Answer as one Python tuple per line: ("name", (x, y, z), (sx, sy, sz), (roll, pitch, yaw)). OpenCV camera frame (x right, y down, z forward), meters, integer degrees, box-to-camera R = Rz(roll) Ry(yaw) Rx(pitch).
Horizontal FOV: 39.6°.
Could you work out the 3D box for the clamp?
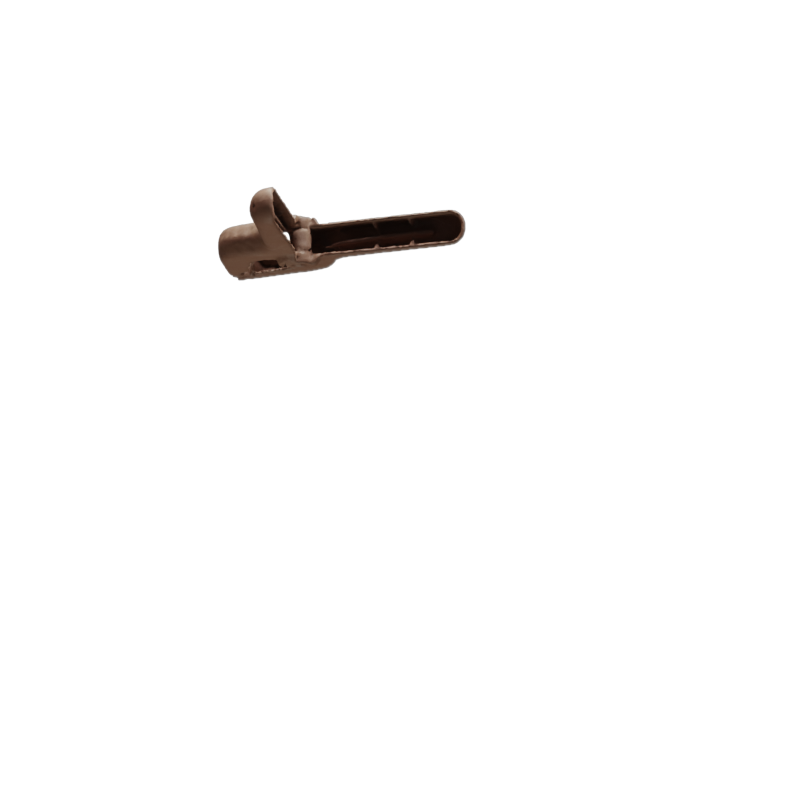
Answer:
("clamp", (-0.064, -0.117, 0.820), (0.159, 0.037, 0.213), (2, -5, -26))
